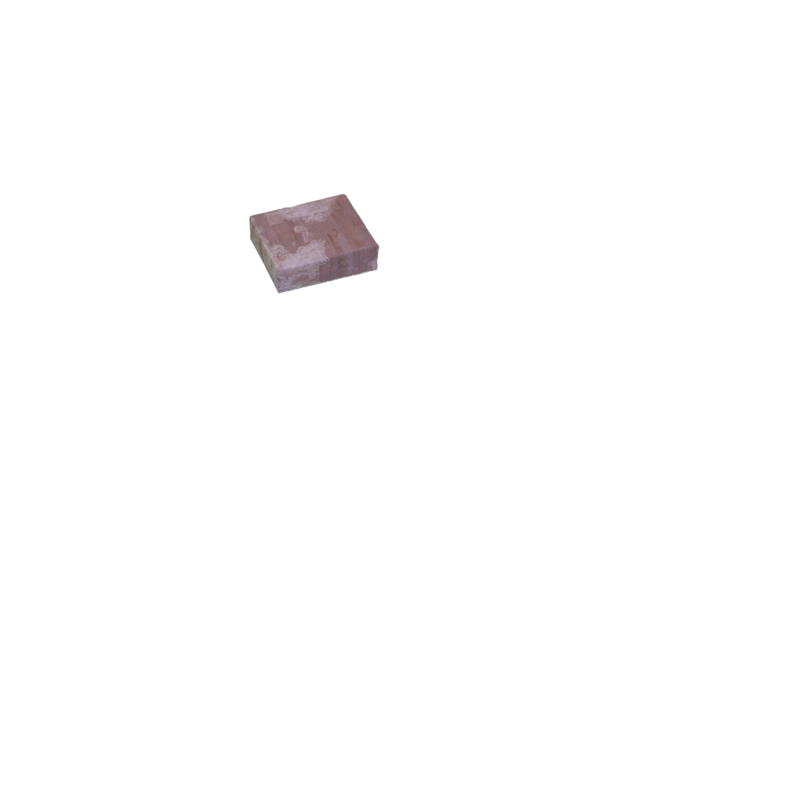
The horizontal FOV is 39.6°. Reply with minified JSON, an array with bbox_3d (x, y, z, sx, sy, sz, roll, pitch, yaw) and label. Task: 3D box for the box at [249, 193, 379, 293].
[{"bbox_3d":[-0.071,-0.130,0.911,0.088,0.028,0.079,-16,47,-16],"label":"box"}]
